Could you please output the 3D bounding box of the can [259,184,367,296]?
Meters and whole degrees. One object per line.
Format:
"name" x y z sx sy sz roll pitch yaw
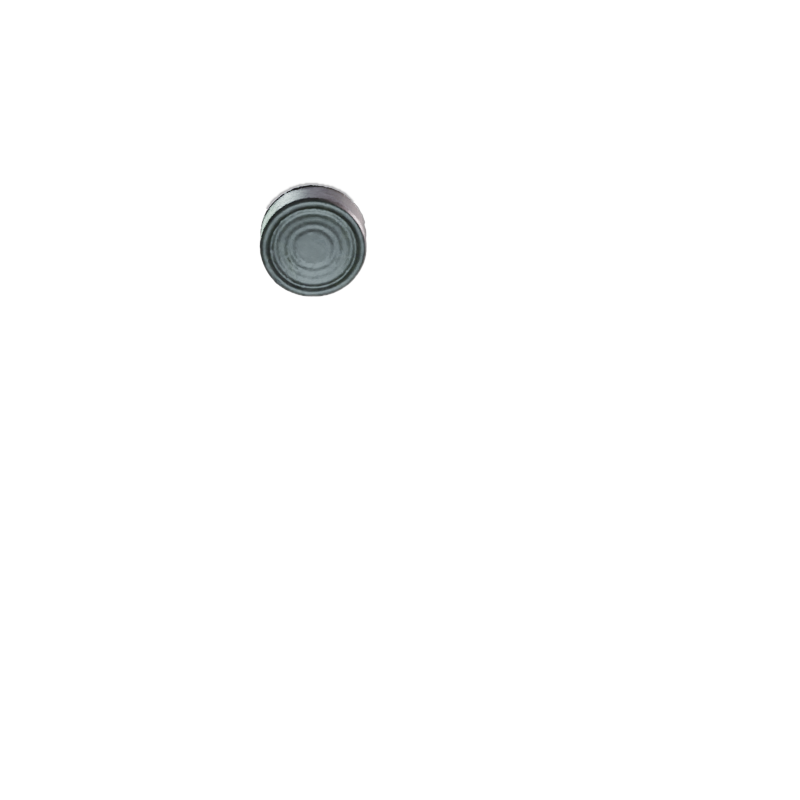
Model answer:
"can" -0.069 -0.126 0.883 0.086 0.081 0.035 1 25 -1
